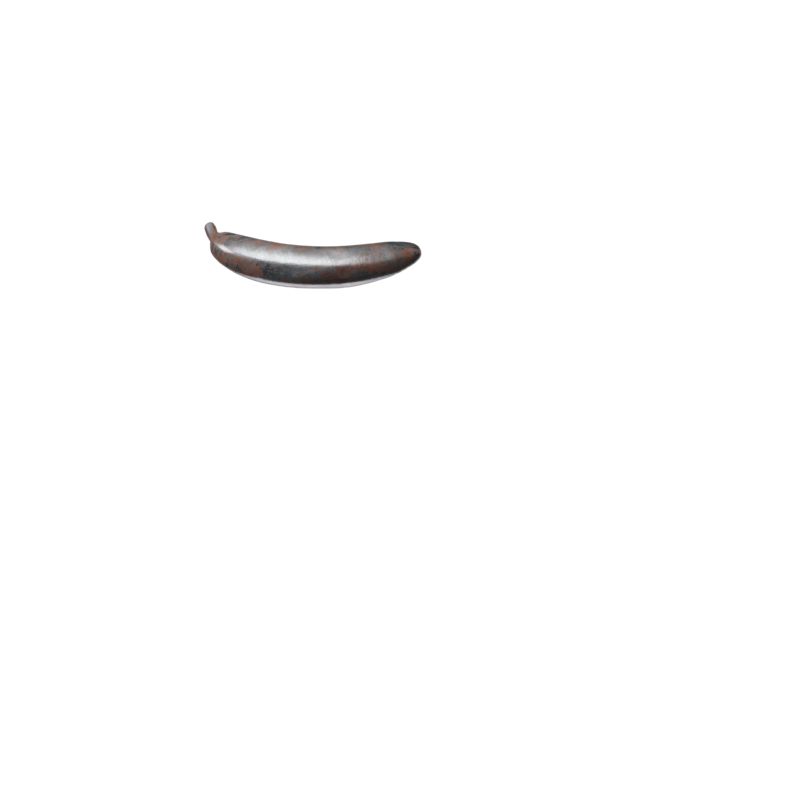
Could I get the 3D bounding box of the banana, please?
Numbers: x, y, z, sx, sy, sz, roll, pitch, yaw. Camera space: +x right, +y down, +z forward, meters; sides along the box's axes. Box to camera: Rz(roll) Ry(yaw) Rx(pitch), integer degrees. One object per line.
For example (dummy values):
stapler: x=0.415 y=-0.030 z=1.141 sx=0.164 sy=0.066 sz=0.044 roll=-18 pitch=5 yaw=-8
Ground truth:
banana: x=-0.083 y=-0.125 z=0.964 sx=0.200 sy=0.074 sz=0.034 roll=9 pitch=-41 yaw=7
